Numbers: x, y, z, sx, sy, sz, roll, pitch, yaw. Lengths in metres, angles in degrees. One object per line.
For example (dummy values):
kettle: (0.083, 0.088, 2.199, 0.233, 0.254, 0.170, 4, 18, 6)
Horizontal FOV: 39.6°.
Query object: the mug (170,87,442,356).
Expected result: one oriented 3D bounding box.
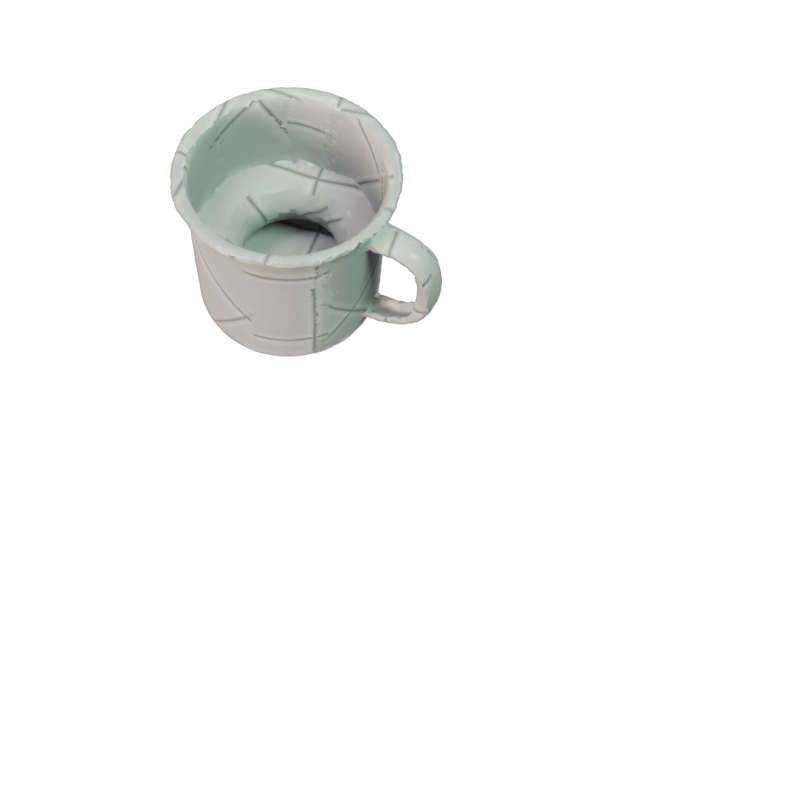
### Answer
mug: (-0.037, -0.067, 0.469, 0.121, 0.097, 0.076, 23, -31, 13)
